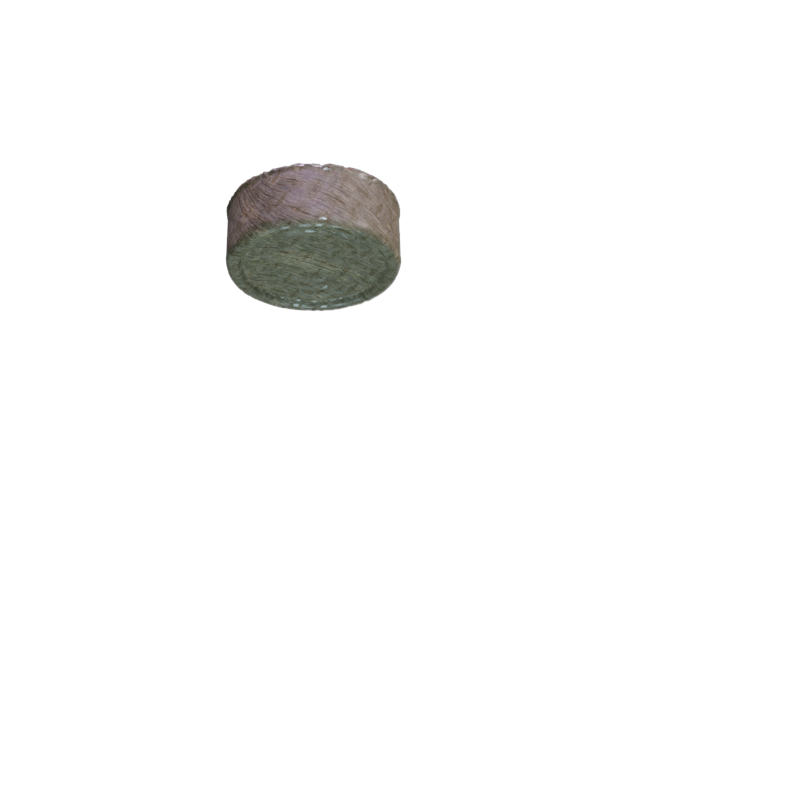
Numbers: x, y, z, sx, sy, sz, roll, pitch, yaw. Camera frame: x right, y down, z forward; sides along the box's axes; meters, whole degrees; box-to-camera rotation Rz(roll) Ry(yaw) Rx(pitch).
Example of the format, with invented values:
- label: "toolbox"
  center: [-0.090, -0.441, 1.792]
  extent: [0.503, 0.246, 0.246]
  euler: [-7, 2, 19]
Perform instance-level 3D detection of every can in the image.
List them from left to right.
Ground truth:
- label: "can"
  center: [-0.042, -0.077, 0.540]
  extent: [0.086, 0.036, 0.081]
  euler: [1, -27, -2]
